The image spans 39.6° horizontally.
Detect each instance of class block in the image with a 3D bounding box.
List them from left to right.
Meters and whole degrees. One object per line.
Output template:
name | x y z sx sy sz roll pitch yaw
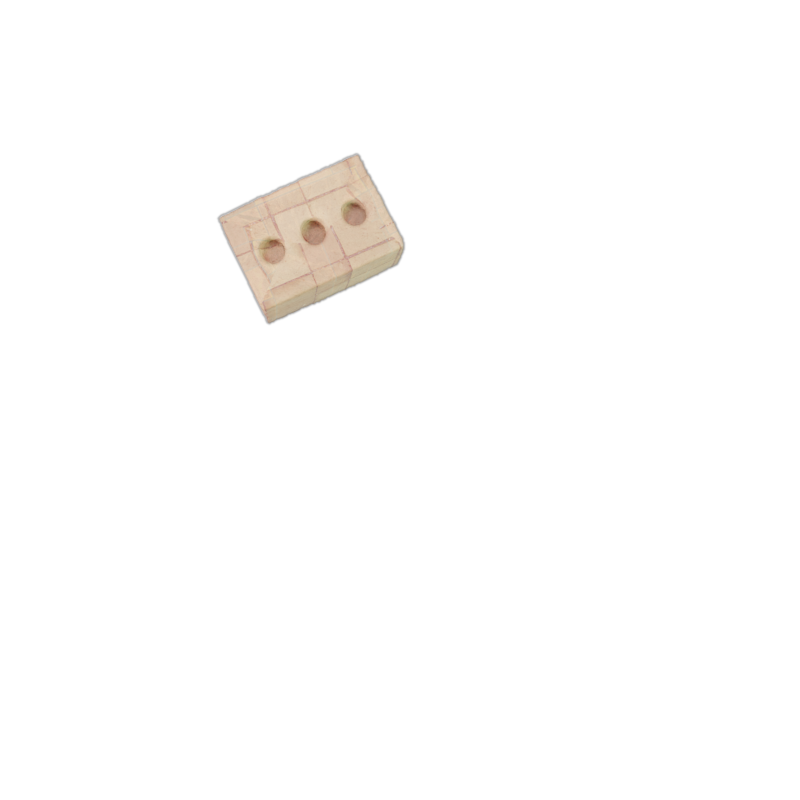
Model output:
block | -0.044 -0.079 0.556 0.078 0.054 0.050 -26 -7 -6
